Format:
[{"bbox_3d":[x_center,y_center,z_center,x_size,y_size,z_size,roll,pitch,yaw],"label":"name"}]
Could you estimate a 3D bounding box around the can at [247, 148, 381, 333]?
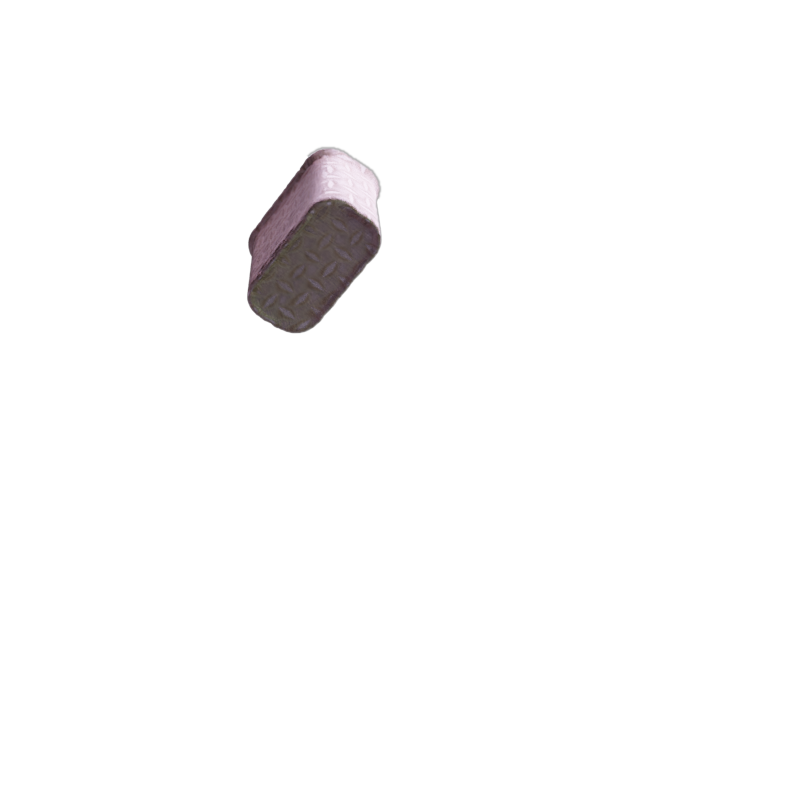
[{"bbox_3d":[-0.057,-0.103,0.724,0.055,0.100,0.089,33,22,-19],"label":"can"}]
